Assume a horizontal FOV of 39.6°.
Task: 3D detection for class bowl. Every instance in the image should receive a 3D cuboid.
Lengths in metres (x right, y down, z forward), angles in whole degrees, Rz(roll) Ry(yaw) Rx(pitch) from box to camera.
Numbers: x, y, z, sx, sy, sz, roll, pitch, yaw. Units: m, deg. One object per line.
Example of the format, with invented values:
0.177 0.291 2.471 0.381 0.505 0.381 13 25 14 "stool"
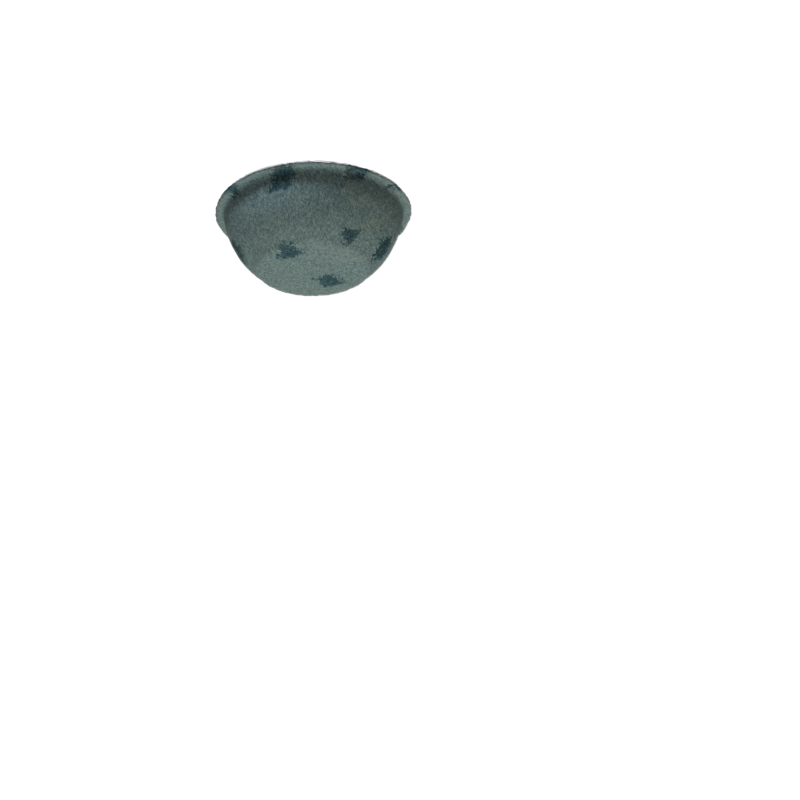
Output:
-0.071 -0.129 0.903 0.162 0.058 0.153 1 -23 -2 "bowl"
